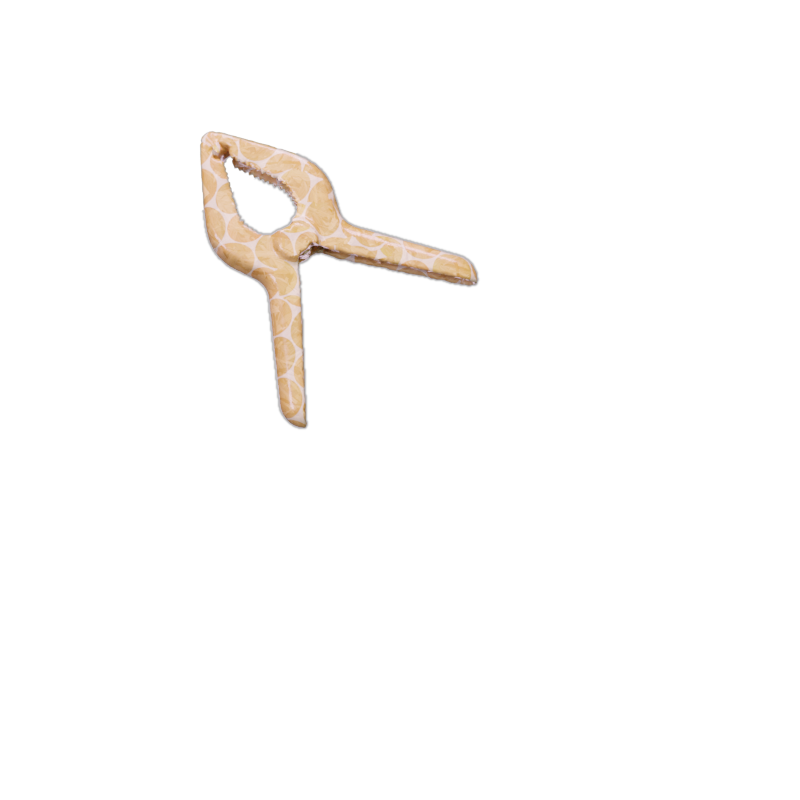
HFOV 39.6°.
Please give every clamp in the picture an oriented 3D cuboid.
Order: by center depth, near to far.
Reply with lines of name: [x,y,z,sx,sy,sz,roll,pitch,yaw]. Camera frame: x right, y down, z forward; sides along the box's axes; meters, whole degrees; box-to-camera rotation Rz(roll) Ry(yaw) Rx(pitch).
clamp: [-0.060,-0.110,0.770,0.165,0.218,0.035,-32,-13,-8]
